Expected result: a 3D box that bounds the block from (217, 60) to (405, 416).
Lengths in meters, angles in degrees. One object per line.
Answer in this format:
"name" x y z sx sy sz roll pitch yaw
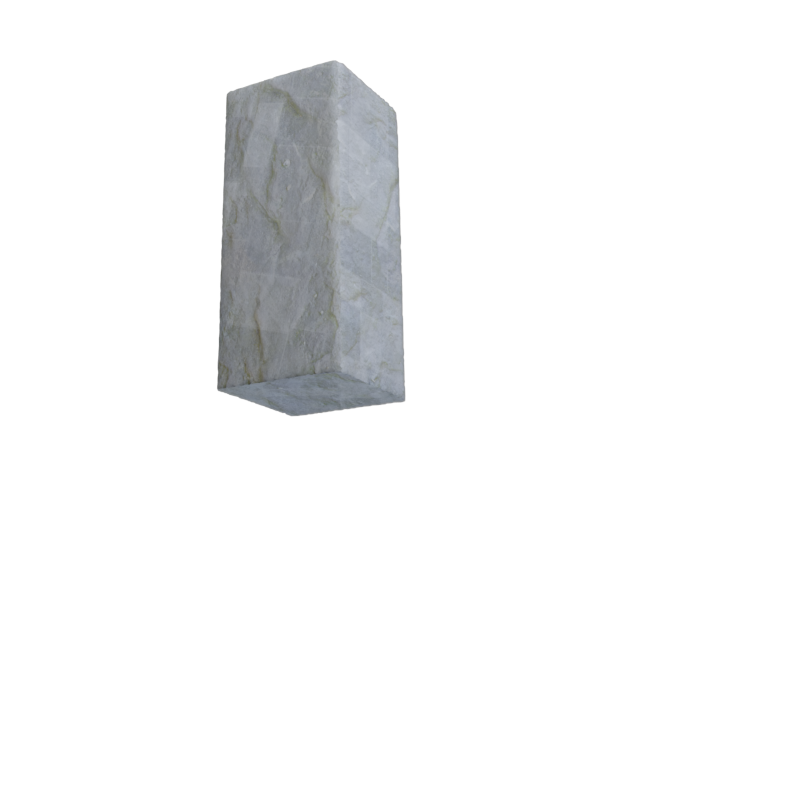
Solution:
"block" -0.057 -0.104 0.728 0.092 0.216 0.085 -11 -22 26
